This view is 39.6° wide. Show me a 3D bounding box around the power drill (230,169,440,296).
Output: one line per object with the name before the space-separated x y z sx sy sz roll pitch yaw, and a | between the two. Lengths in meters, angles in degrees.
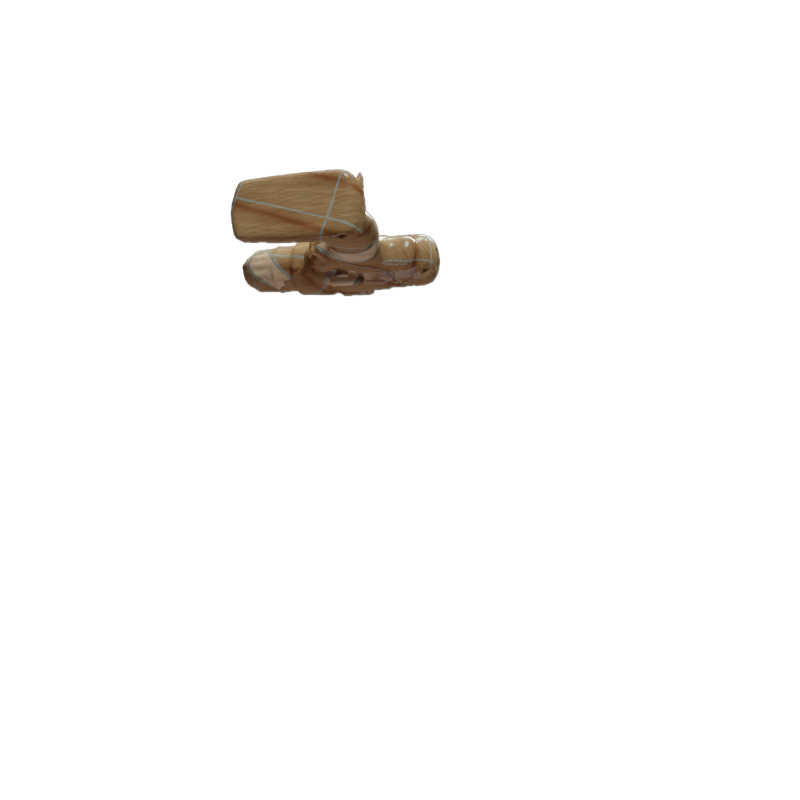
power drill | -0.074 -0.135 0.943 0.188 0.059 0.178 -3 -11 17
